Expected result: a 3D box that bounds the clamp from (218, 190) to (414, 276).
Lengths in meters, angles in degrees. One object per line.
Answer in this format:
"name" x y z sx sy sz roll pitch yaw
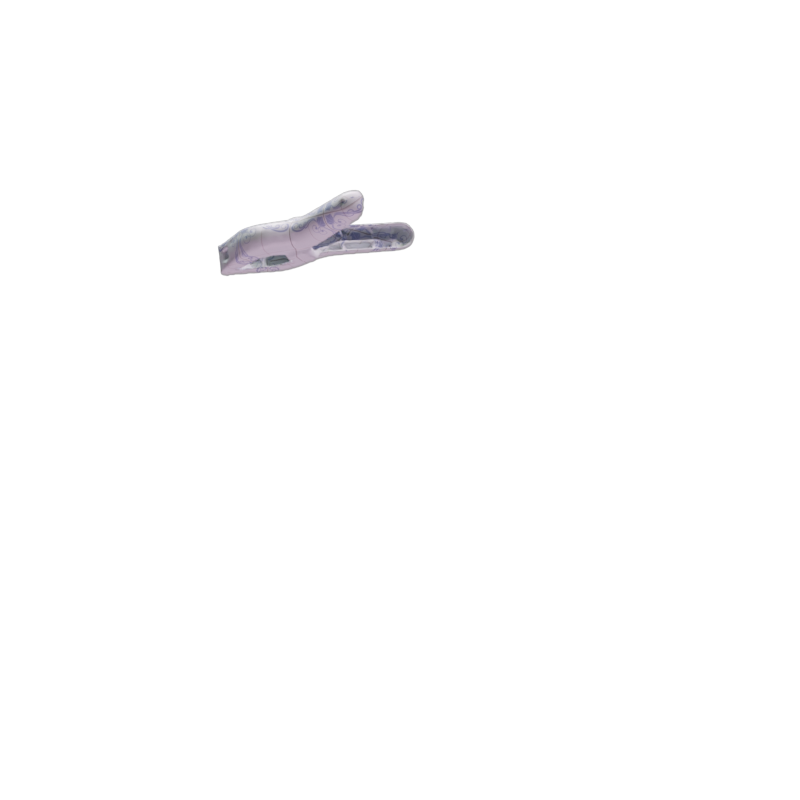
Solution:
"clamp" -0.075 -0.137 0.963 0.175 0.041 0.113 -10 -18 32
